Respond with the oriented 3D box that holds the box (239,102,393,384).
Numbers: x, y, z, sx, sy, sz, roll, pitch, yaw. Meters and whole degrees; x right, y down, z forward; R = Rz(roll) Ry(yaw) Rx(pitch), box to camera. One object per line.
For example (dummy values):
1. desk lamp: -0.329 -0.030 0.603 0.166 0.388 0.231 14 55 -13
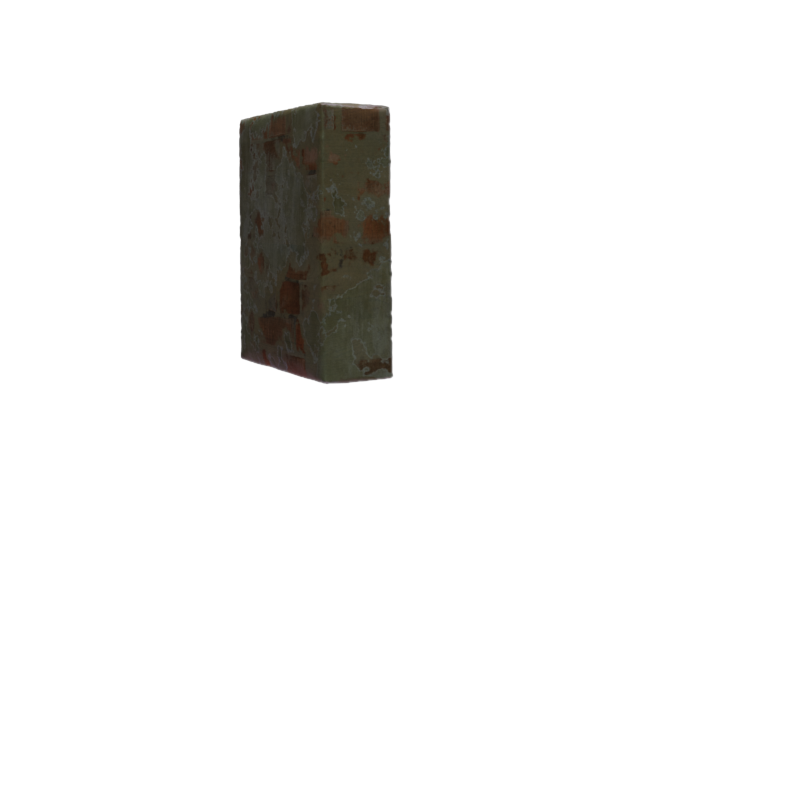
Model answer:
1. box: -0.072 -0.131 0.916 0.070 0.213 0.171 -1 4 -29
